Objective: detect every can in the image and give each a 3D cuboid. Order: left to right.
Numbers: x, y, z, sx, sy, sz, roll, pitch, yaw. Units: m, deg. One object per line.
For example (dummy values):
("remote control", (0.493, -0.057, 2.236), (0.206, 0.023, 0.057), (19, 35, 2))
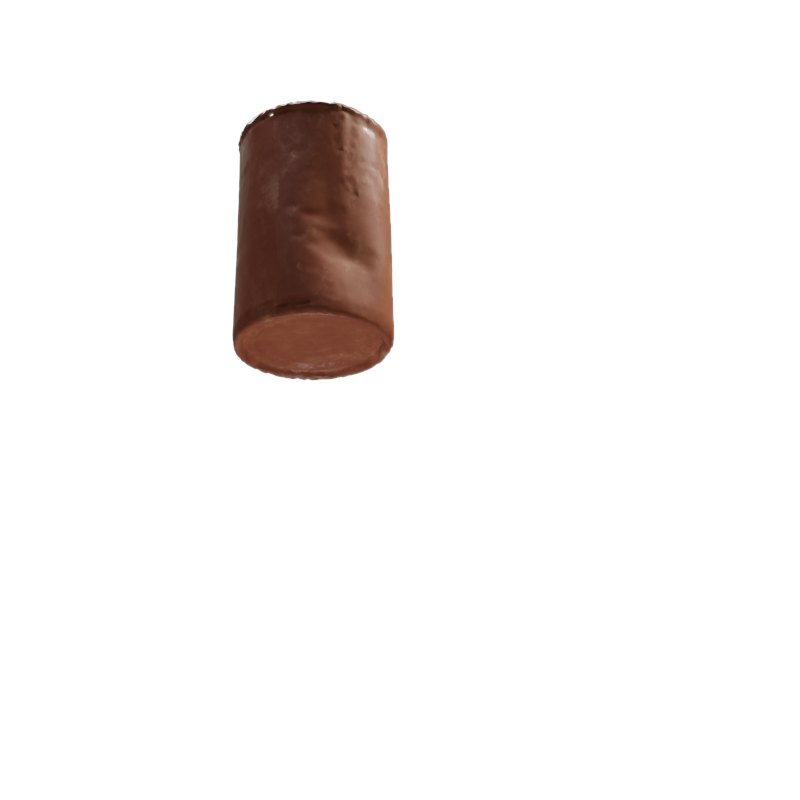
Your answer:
("can", (-0.037, -0.068, 0.479), (0.068, 0.109, 0.065), (0, -27, -2))
